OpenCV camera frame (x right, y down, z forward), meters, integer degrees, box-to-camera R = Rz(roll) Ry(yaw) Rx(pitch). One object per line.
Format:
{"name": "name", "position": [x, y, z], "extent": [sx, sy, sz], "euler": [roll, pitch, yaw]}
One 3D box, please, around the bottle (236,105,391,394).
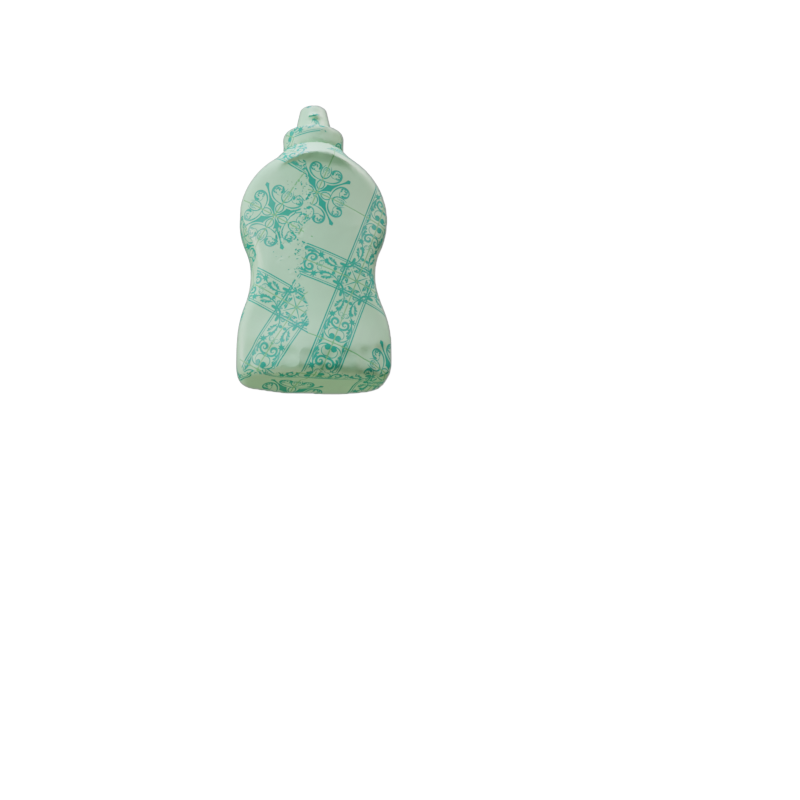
{"name": "bottle", "position": [-0.056, -0.103, 0.720], "extent": [0.095, 0.201, 0.056], "euler": [1, -21, -6]}
